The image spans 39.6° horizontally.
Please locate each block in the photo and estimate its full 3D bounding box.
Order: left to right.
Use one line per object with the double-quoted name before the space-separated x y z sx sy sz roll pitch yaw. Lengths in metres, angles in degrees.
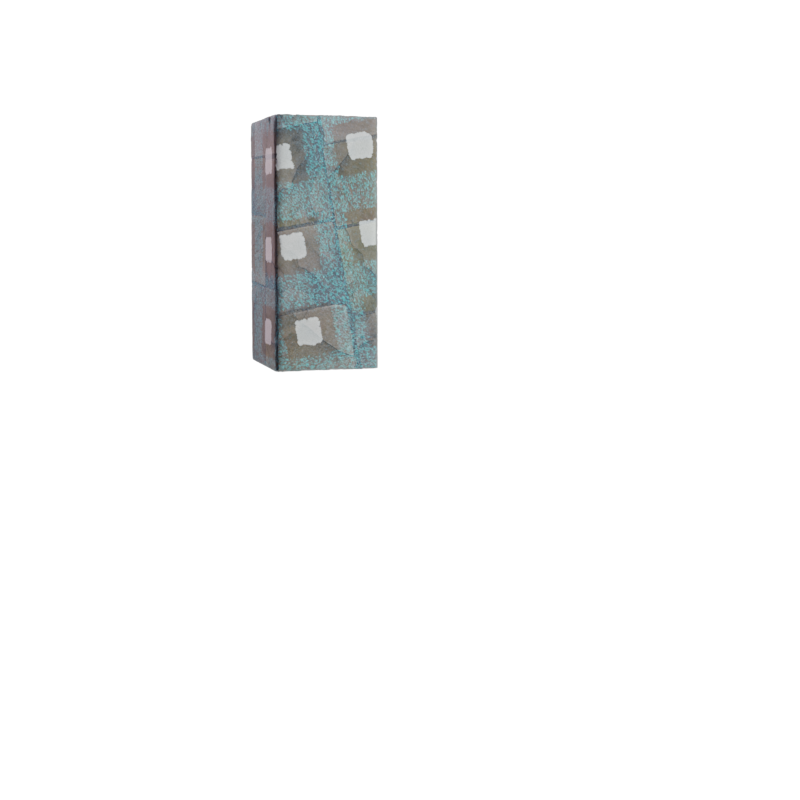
"block" -0.074 -0.134 0.938 0.088 0.205 0.093 -1 3 -19
